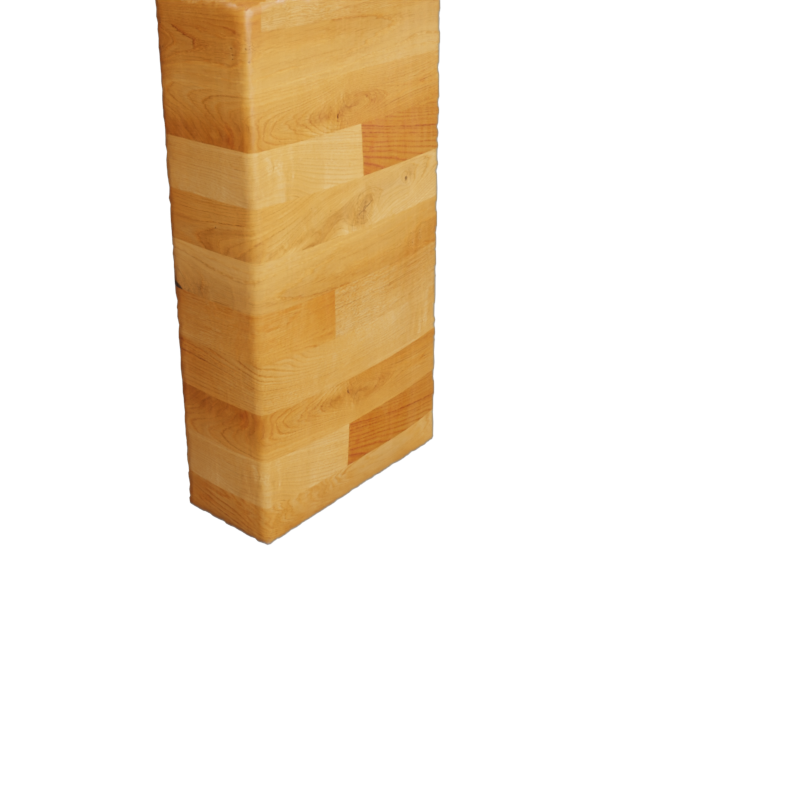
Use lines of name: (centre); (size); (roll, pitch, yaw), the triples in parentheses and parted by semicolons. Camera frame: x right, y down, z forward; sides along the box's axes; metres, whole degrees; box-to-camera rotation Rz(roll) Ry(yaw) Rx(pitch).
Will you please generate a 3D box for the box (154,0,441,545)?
box: (-0.029, -0.052, 0.369); (0.051, 0.167, 0.093); (20, 31, 34)
